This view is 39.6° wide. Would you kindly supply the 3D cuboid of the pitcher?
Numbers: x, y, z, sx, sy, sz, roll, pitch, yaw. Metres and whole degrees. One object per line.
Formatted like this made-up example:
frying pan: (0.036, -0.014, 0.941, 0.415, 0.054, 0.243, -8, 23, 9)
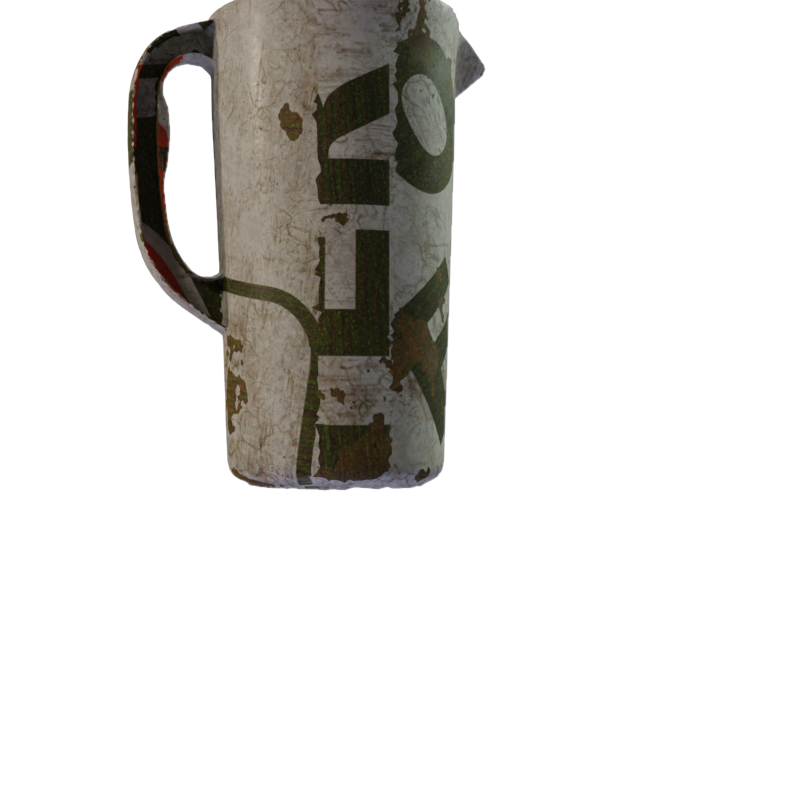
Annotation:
pitcher: (-0.044, -0.081, 0.566, 0.153, 0.248, 0.138, -4, -8, 27)
